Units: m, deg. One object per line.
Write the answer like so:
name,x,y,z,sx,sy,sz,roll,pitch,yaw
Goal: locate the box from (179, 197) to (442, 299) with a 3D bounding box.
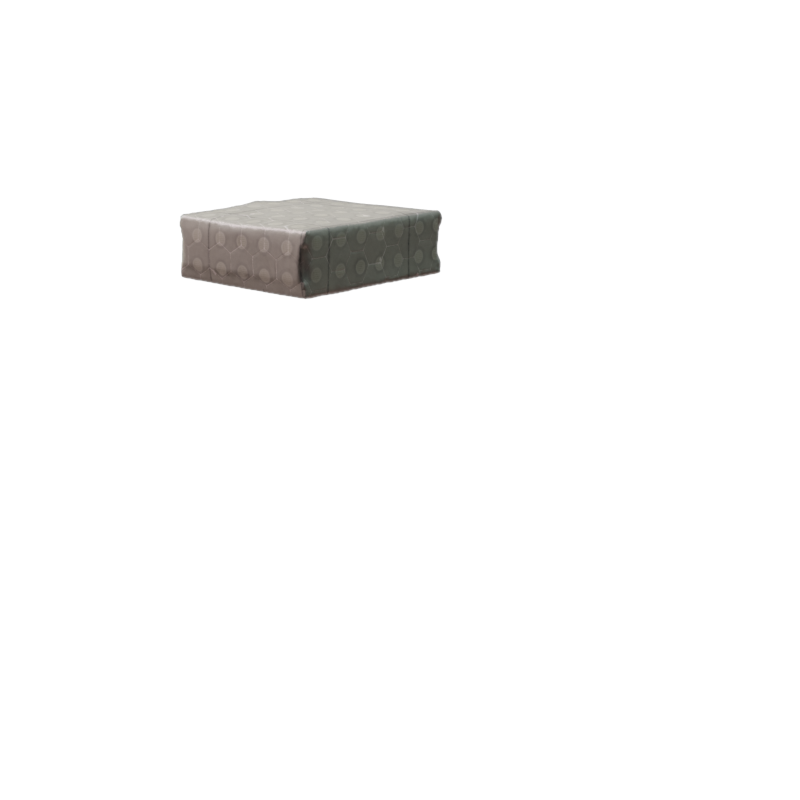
box,-0.037,-0.067,0.471,0.077,0.029,0.087,13,20,38
